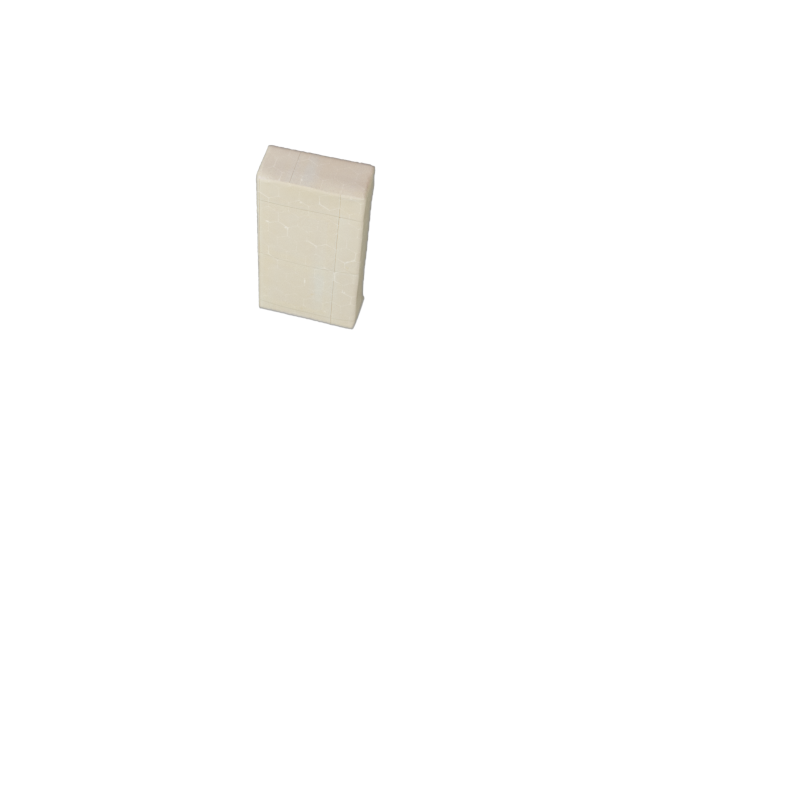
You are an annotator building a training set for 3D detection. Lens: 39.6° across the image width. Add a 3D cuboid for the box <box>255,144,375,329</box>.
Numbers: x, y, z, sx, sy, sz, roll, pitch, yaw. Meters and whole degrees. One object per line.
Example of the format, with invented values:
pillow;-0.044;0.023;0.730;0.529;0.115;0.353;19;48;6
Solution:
box;-0.075;-0.136;0.952;0.095;0.051;0.165;14;-33;6
